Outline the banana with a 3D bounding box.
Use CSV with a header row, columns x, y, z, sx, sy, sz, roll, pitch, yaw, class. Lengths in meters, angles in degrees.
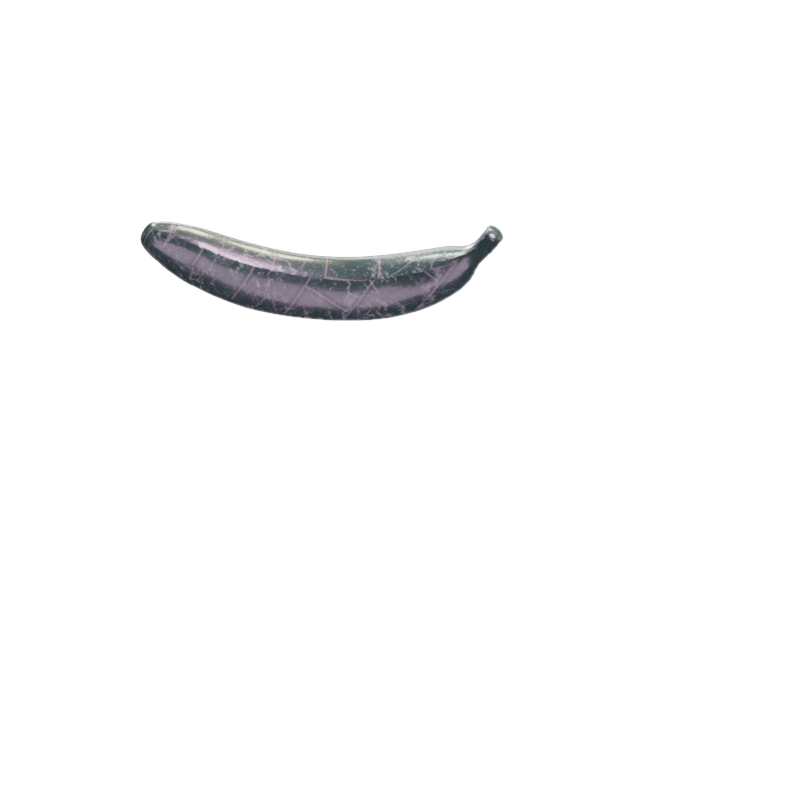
x,y,z,sx,sy,sz,roll,pitch,yaw,class
-0.045,-0.075,0.628,0.198,0.065,0.039,-1,38,0,banana
